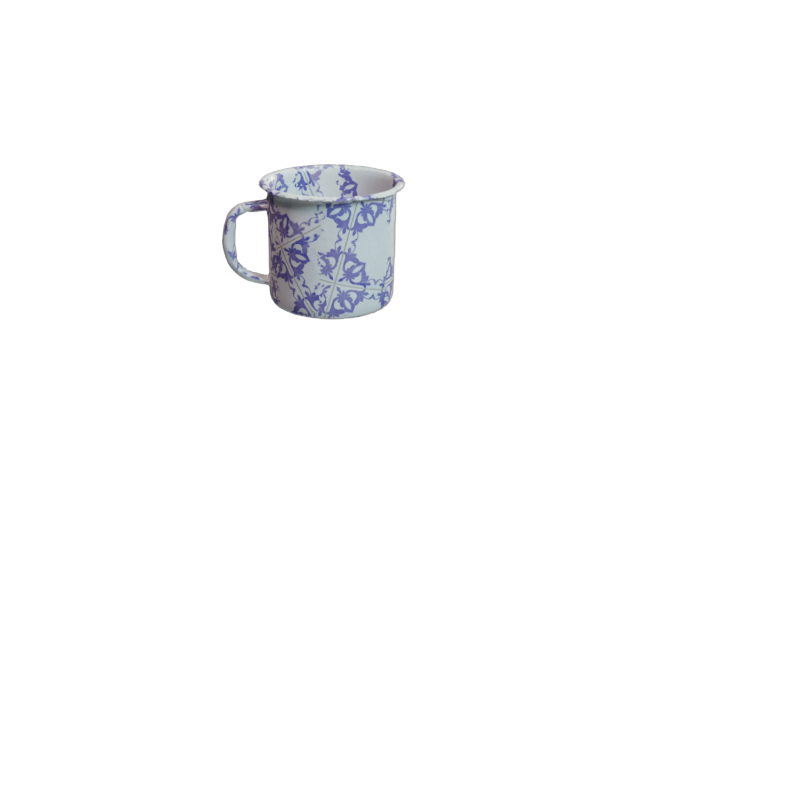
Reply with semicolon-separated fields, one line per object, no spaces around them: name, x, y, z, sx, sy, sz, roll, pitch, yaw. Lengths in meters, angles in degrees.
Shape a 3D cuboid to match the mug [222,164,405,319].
mug;-0.056;-0.102;0.715;0.116;0.078;0.098;-3;22;-9
